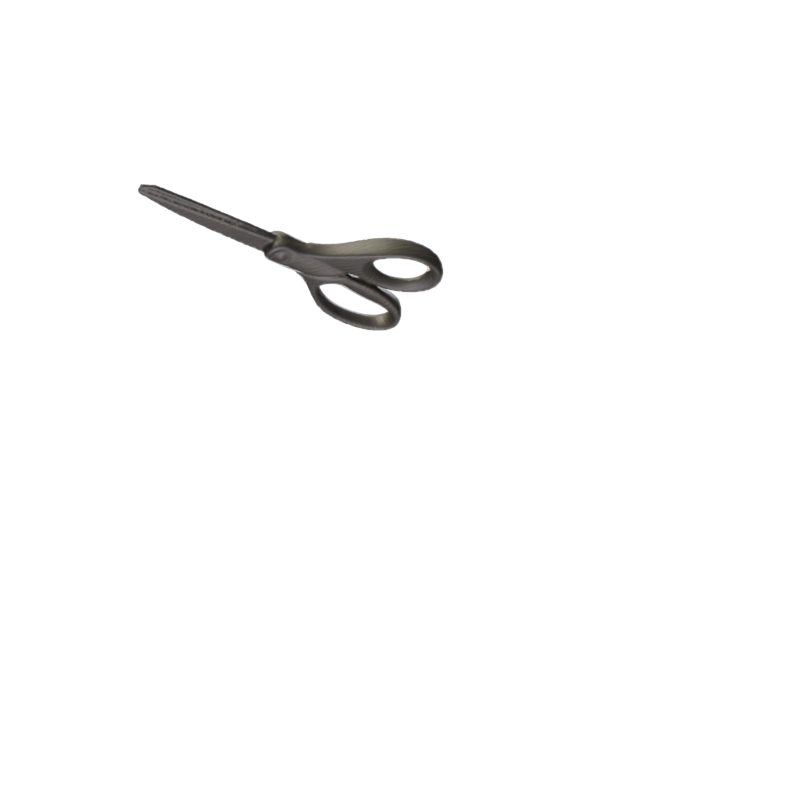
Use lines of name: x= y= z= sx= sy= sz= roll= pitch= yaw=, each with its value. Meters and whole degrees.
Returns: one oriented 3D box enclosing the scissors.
scissors: x=-0.052 y=-0.095 z=0.666 sx=0.097 sy=0.017 sz=0.187 roll=-22 pitch=-37 yaw=31
